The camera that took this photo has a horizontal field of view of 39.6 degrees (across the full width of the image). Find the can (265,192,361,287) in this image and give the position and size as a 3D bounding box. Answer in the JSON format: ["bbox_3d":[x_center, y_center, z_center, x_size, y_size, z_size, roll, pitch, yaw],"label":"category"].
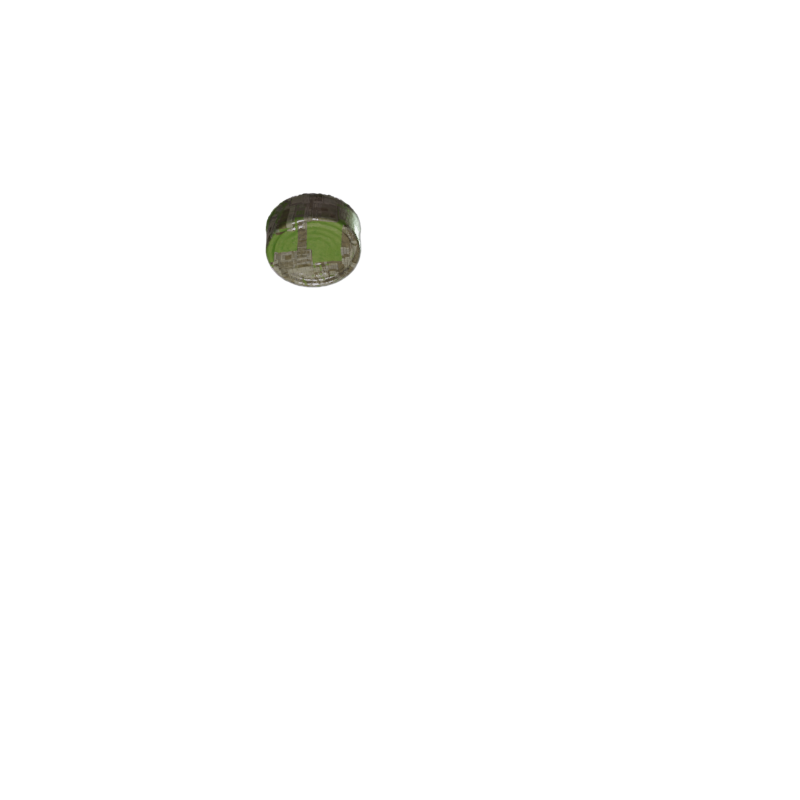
[{"bbox_3d":[-0.077,-0.140,0.984,0.086,0.036,0.080,1,-45,-1],"label":"can"}]
